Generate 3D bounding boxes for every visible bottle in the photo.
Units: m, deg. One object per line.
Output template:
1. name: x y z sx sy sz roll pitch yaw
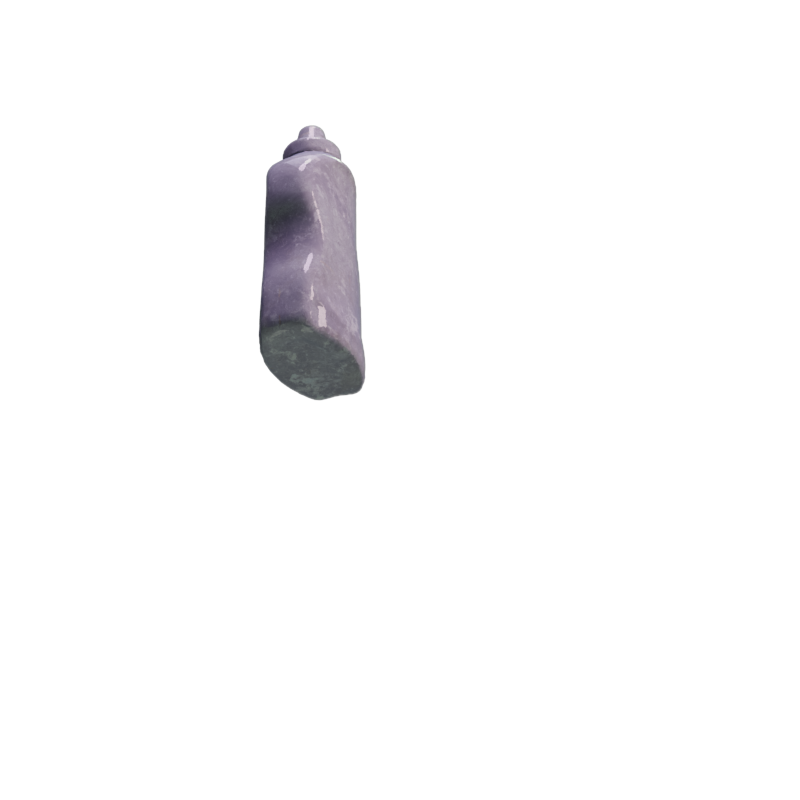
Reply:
1. bottle: -0.058 -0.105 0.733 0.059 0.205 0.089 -14 -34 17
